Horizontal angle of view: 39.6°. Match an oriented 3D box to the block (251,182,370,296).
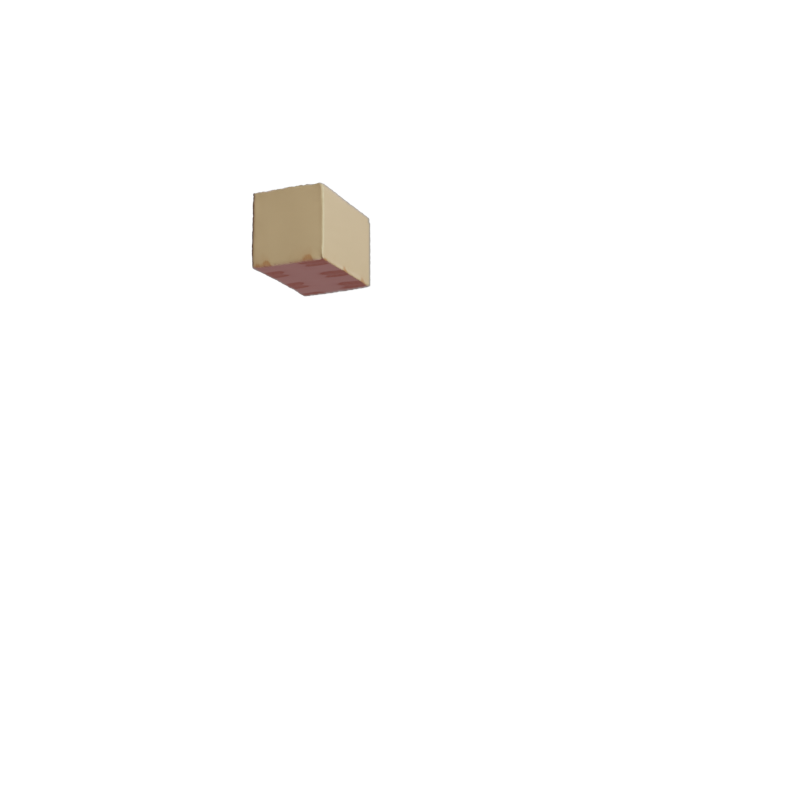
[{"bbox_3d":[-0.057,-0.105,0.733,0.054,0.053,0.074,-6,-14,22],"label":"block"}]
